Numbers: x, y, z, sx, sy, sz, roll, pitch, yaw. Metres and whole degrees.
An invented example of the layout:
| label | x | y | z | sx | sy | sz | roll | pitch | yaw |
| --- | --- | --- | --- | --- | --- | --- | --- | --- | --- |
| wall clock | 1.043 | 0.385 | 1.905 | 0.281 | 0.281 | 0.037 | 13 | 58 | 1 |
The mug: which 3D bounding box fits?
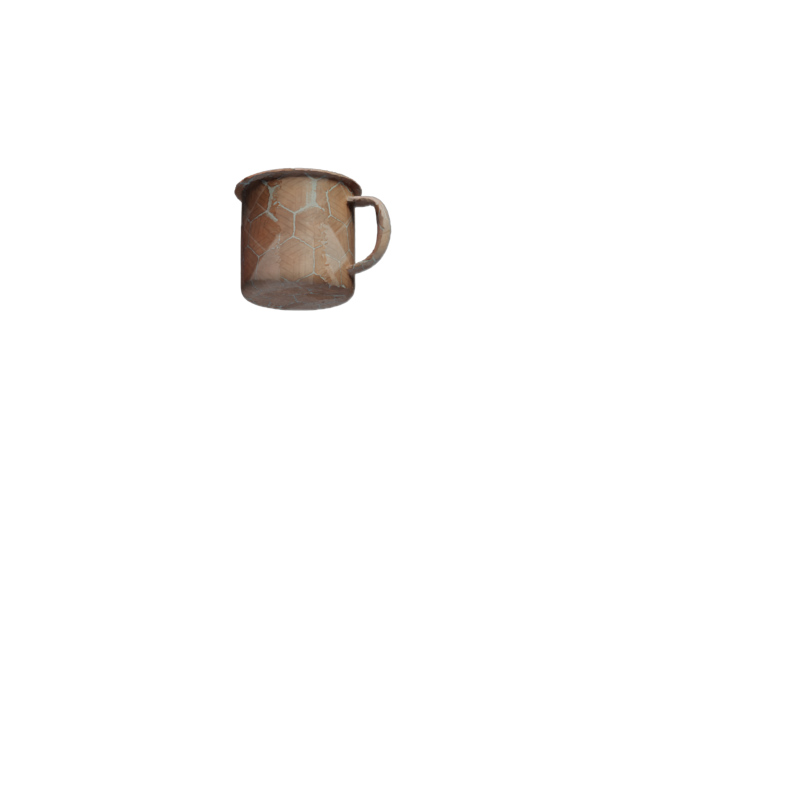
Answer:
| label | x | y | z | sx | sy | sz | roll | pitch | yaw |
| --- | --- | --- | --- | --- | --- | --- | --- | --- | --- |
| mug | -0.062 | -0.113 | 0.789 | 0.119 | 0.085 | 0.088 | -5 | -14 | 20 |
